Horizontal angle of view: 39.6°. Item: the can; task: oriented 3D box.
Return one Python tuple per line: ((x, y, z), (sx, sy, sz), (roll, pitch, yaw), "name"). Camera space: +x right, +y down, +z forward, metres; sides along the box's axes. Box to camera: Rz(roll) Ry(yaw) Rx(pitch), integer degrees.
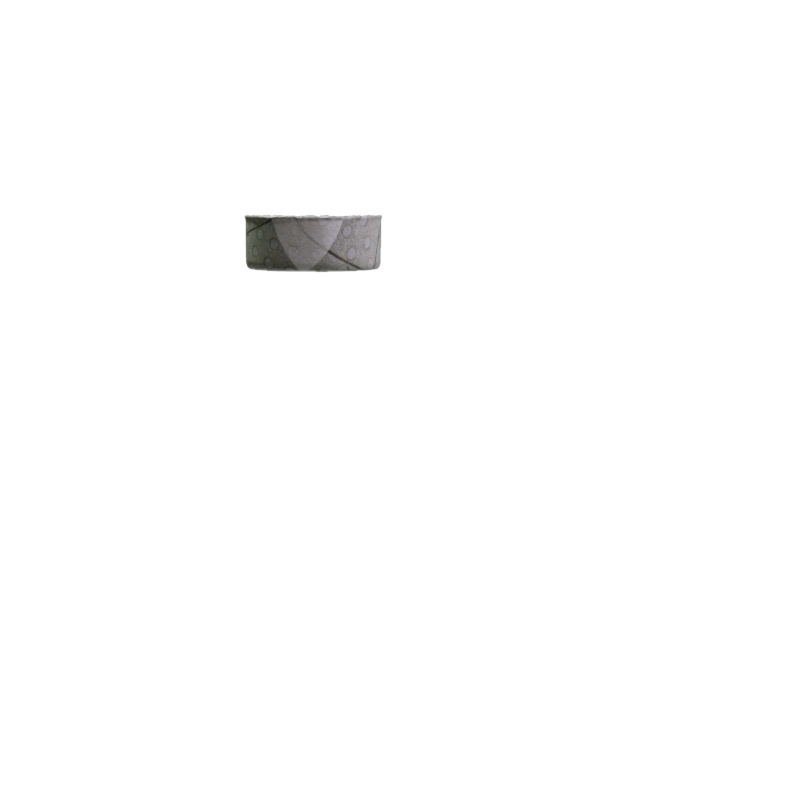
((-0.054, -0.099, 0.691), (0.086, 0.033, 0.087), (0, 9, -2), "can")
